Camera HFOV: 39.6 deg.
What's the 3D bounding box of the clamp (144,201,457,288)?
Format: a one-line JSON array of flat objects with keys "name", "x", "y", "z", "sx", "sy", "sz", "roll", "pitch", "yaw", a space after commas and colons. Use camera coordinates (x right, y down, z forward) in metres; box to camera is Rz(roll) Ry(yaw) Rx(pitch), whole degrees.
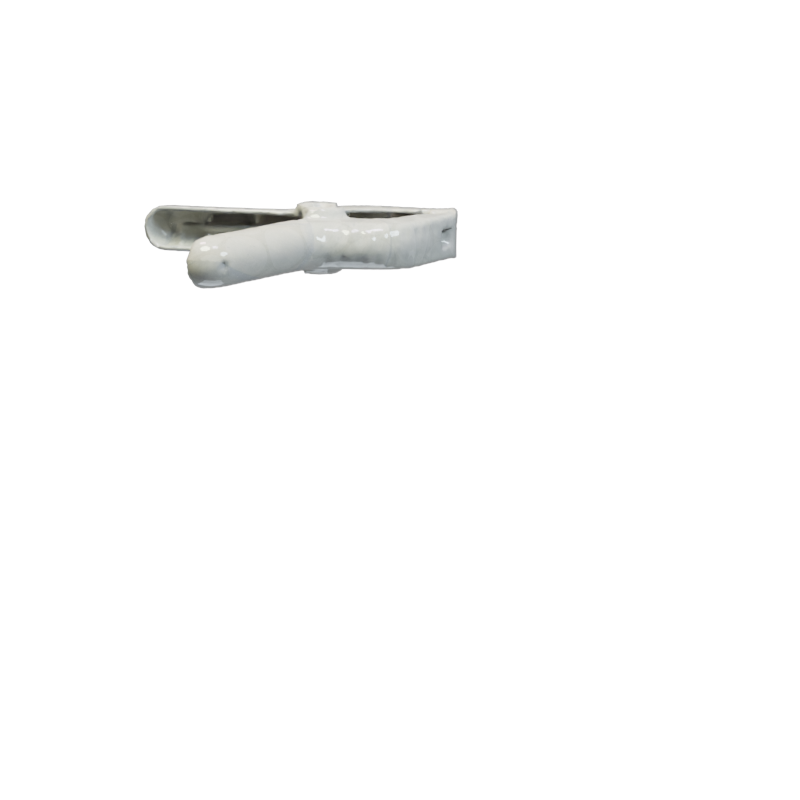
[{"name": "clamp", "x": -0.045, "y": -0.083, "z": 0.580, "sx": 0.169, "sy": 0.037, "sz": 0.127, "roll": -5, "pitch": 24, "yaw": -11}]
